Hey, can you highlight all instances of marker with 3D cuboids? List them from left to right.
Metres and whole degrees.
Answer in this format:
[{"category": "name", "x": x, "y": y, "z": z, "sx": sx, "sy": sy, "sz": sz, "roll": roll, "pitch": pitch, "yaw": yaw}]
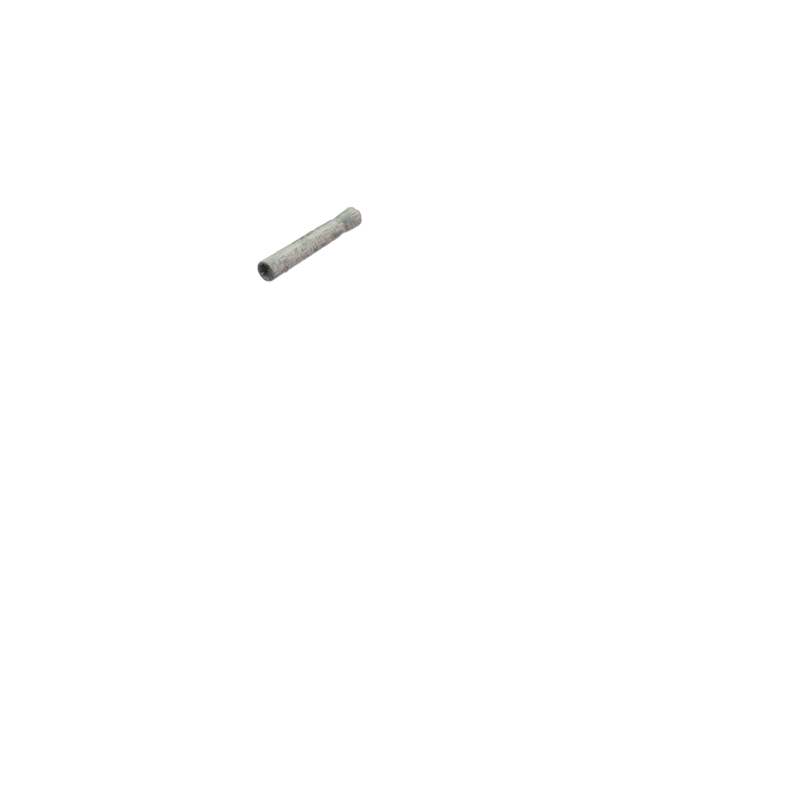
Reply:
[{"category": "marker", "x": -0.074, "y": -0.135, "z": 0.945, "sx": 0.021, "sy": 0.019, "sz": 0.122, "roll": 3, "pitch": 32, "yaw": 42}]
